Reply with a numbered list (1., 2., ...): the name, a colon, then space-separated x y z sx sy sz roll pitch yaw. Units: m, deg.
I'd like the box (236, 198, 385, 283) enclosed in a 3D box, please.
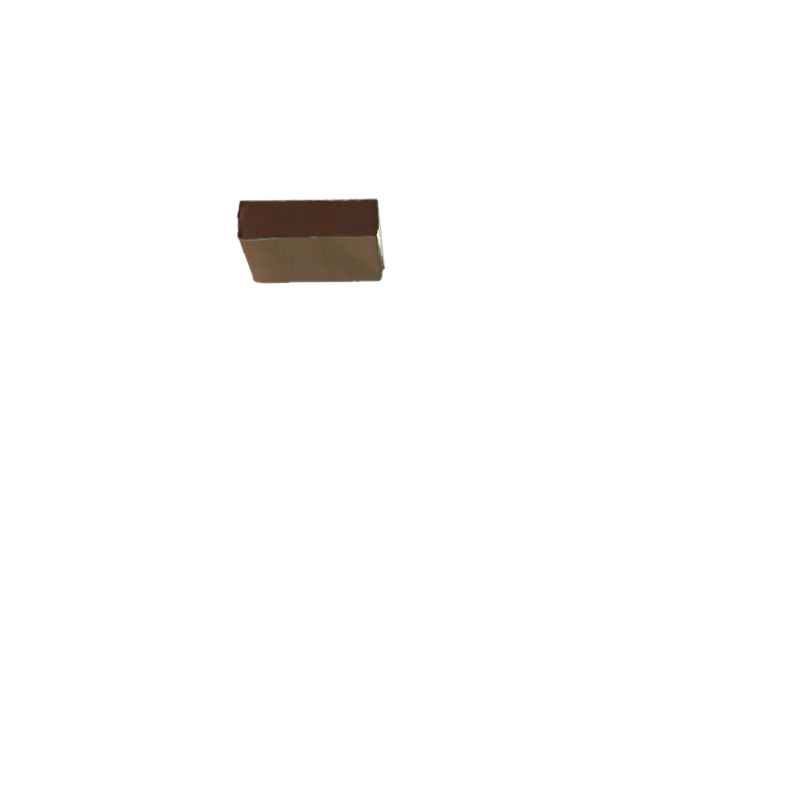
1. box: -0.071 -0.129 0.903 0.114 0.041 0.085 -1 -20 3
